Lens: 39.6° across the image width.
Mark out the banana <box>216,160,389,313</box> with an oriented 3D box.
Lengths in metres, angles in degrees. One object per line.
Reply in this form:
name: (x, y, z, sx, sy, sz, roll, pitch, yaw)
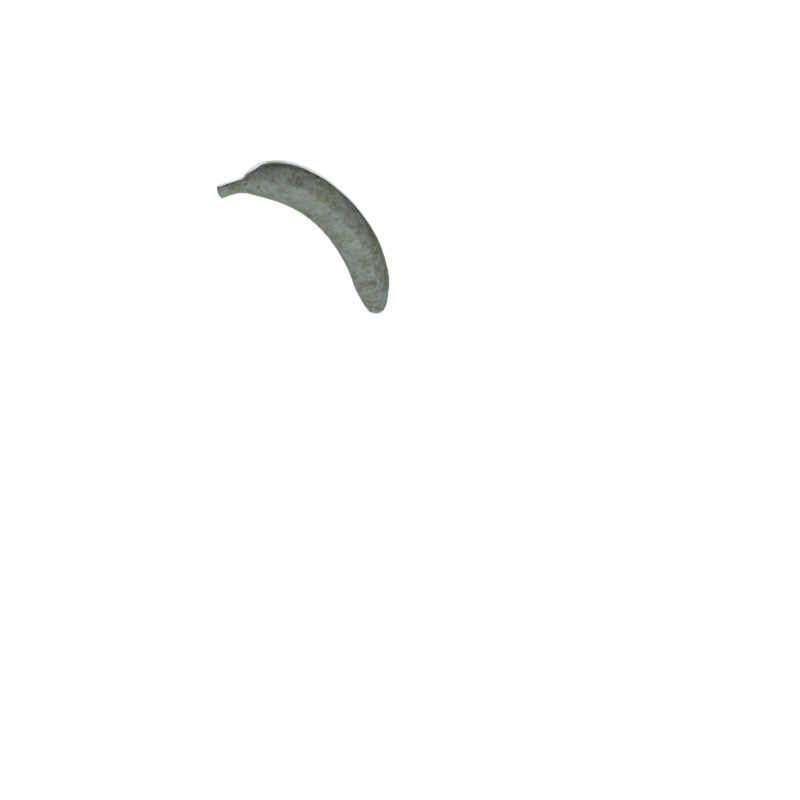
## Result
banana: (-0.067, -0.153, 0.977, 0.188, 0.069, 0.039, 37, 27, -23)
